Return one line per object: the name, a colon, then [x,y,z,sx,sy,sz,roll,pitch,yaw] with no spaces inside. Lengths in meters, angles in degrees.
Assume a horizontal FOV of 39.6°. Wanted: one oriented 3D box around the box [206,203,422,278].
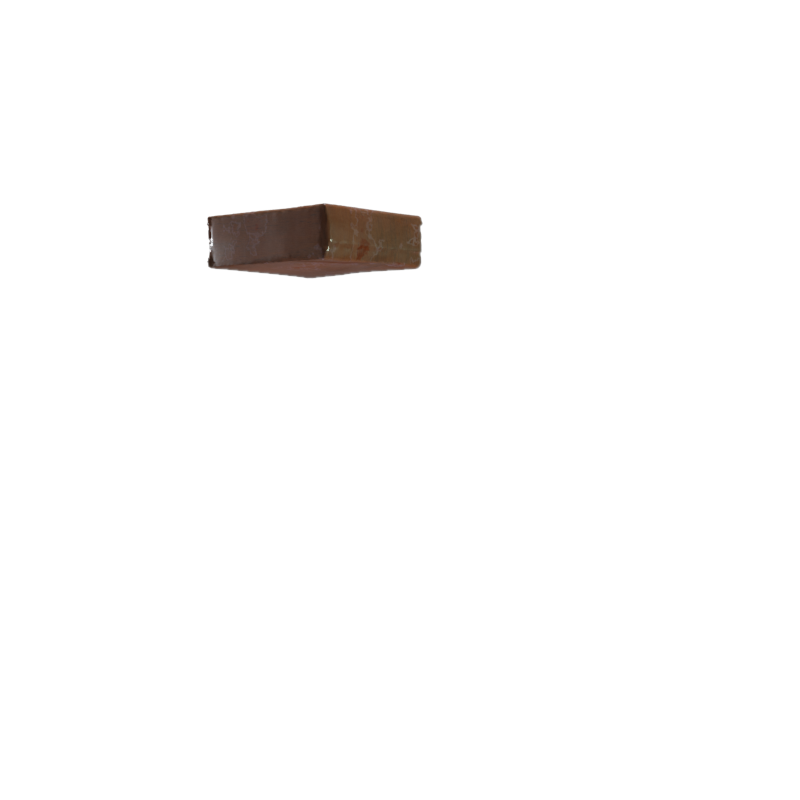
box: [-0.056,-0.102,0.717,0.117,0.039,0.086,0,-1,43]
